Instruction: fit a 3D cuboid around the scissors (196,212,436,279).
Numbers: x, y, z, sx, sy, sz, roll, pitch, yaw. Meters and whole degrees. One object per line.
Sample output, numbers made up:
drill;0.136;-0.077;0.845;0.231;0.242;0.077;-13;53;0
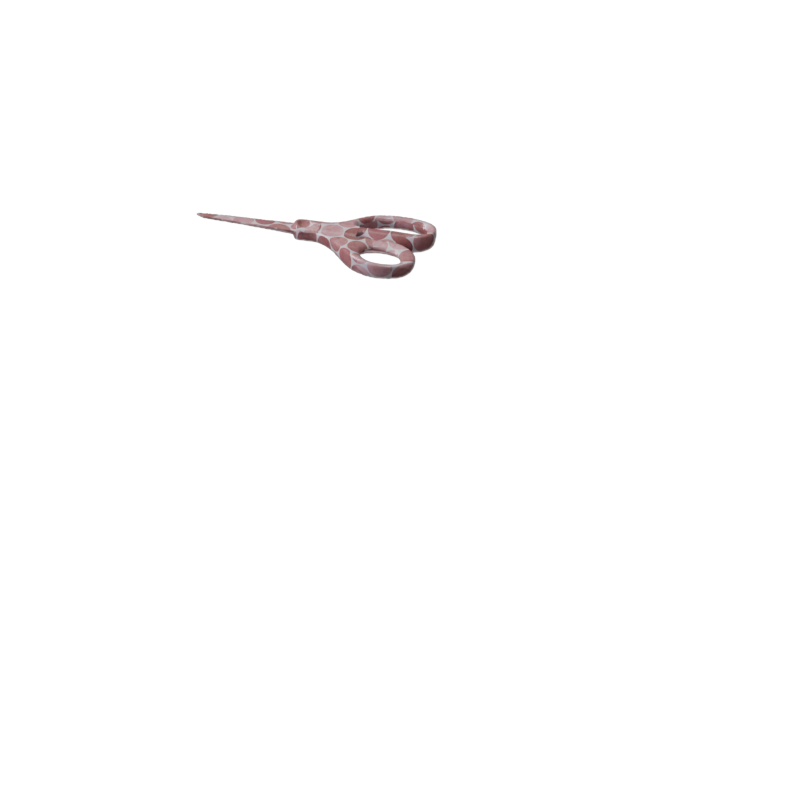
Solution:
scissors;-0.071;-0.129;0.904;0.202;0.015;0.102;1;34;1
